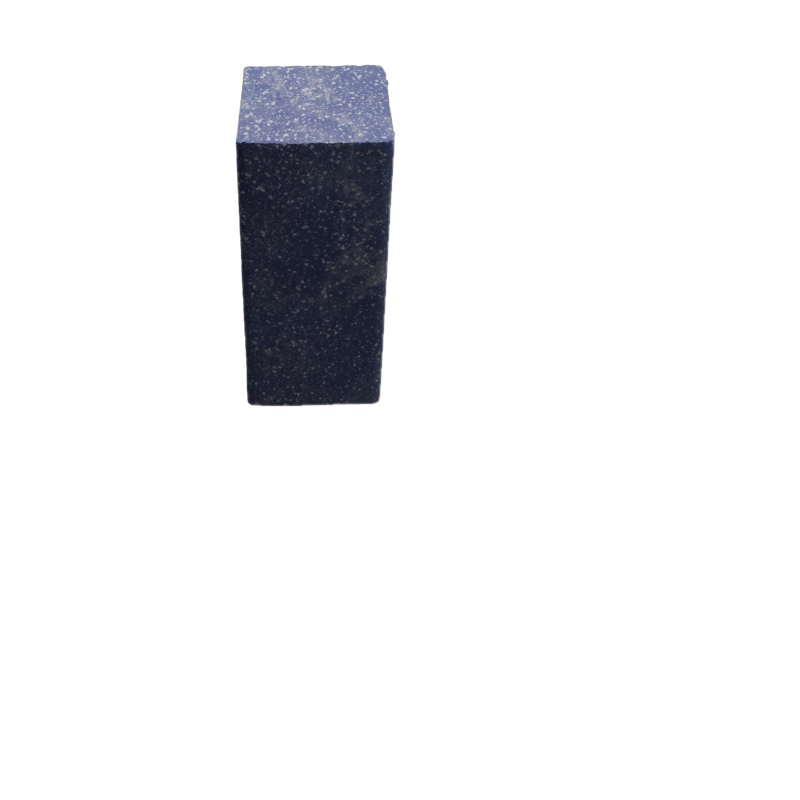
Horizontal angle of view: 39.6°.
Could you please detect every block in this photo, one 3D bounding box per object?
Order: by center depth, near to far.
[{"bbox_3d":[-0.055,-0.101,0.708,0.090,0.192,0.097,0,40,-4],"label":"block"}]
